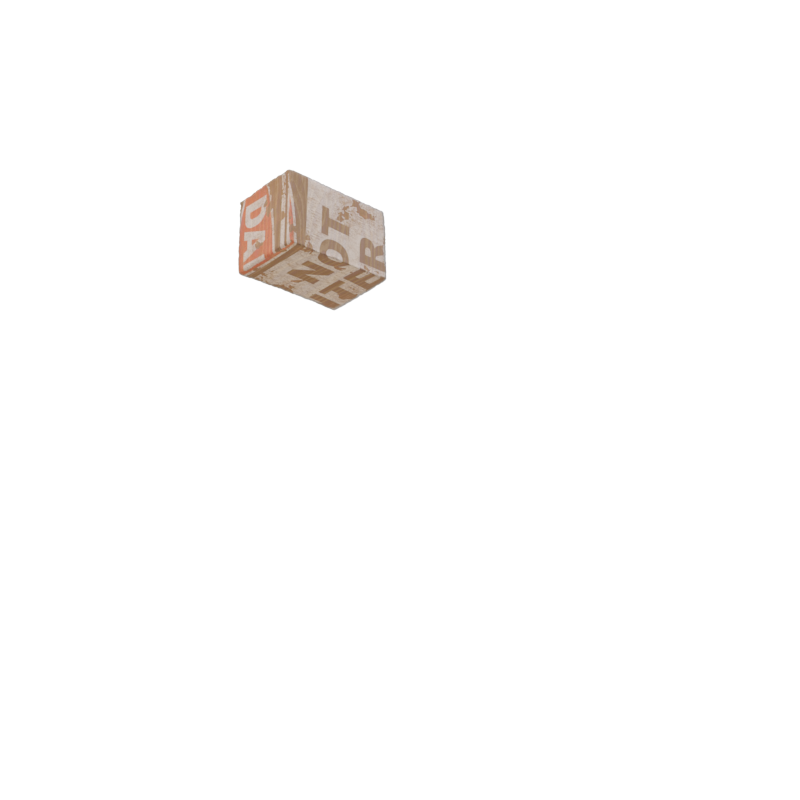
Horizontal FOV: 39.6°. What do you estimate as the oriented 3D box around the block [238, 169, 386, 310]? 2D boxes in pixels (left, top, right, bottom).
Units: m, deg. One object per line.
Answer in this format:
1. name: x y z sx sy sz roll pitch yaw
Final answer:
1. block: -0.053 -0.098 0.683 0.073 0.054 0.053 21 -34 -37
